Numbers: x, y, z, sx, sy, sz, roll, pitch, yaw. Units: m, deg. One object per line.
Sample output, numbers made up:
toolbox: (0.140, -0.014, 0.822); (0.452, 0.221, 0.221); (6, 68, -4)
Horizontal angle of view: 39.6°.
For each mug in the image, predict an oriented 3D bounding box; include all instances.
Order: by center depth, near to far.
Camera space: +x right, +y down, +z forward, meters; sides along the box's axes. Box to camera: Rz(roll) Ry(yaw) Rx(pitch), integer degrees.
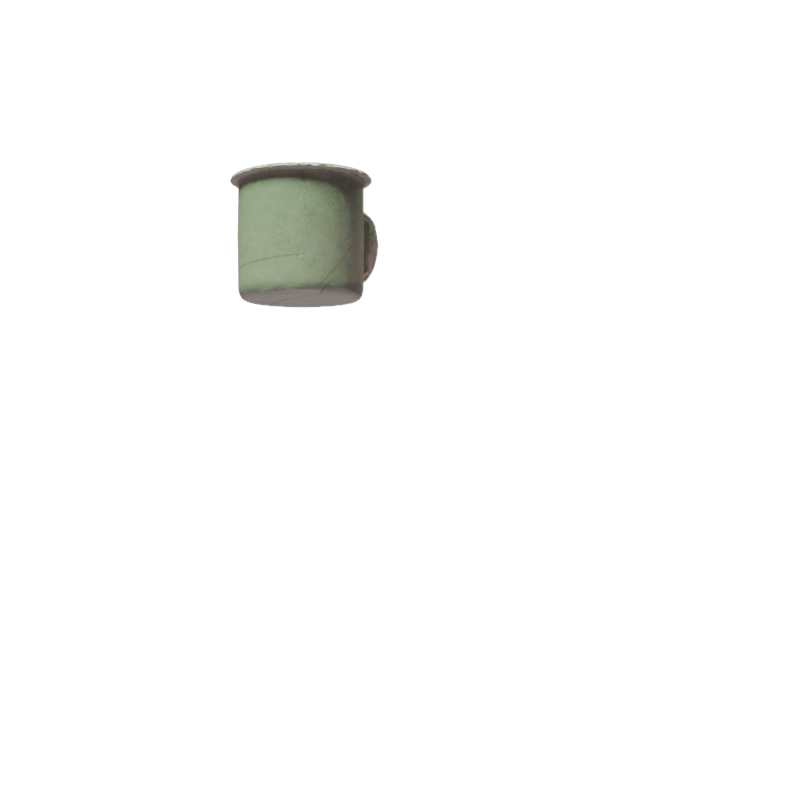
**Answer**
mug: (-0.058, -0.105, 0.735); (0.096, 0.083, 0.111); (-5, -7, 40)
